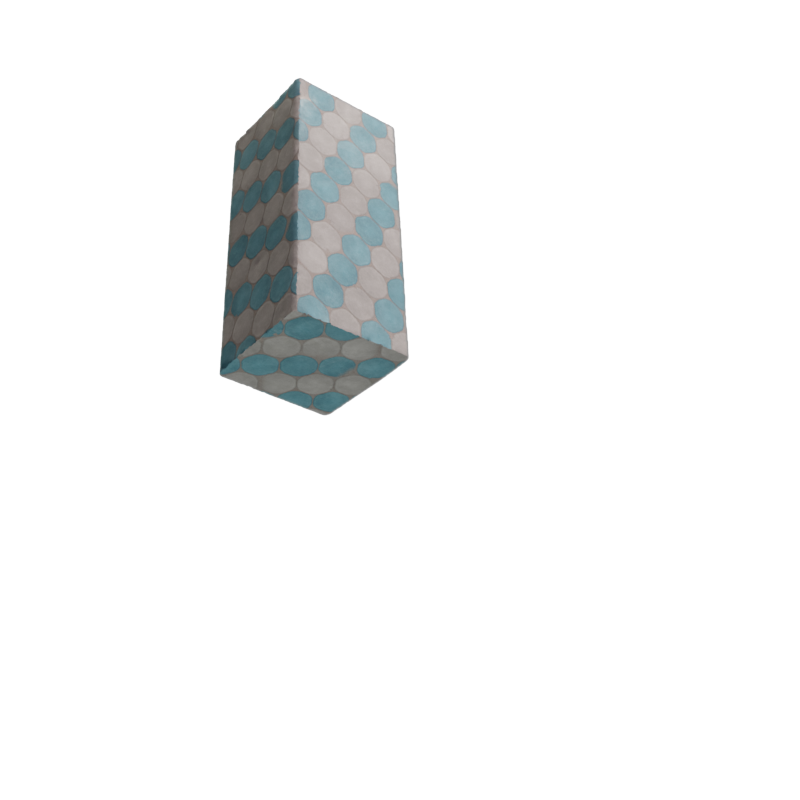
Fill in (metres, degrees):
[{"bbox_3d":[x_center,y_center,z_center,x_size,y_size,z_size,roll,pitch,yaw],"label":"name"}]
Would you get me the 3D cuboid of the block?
[{"bbox_3d":[-0.060,-0.109,0.766,0.086,0.221,0.089,23,-44,-31],"label":"block"}]
